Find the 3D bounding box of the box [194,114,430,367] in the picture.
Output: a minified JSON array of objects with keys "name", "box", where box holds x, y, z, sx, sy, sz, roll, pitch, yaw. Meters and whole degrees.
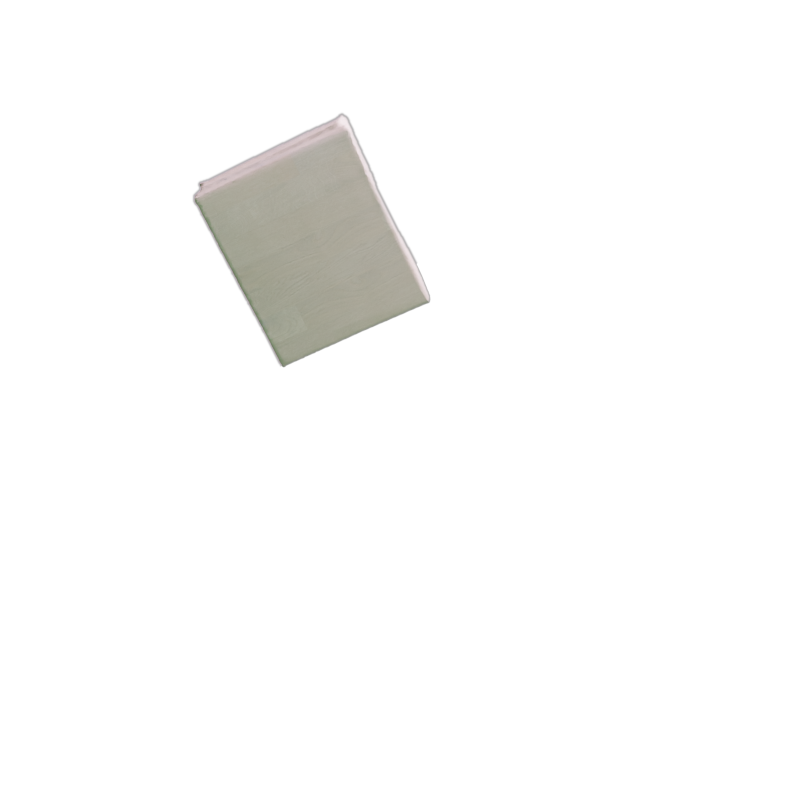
[{"name":"box","box":[-0.038,-0.070,0.488,0.073,0.086,0.031,-24,16,7]}]
